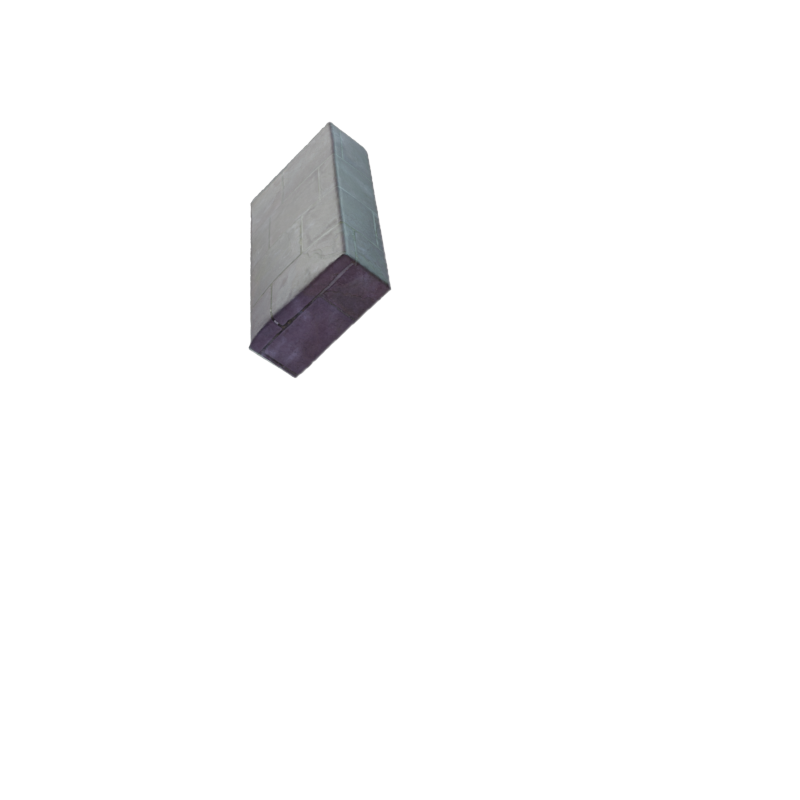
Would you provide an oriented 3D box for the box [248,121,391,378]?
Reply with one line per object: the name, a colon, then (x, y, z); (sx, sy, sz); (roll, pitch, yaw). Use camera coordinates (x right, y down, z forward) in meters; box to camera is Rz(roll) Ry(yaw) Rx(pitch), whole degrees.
box: (-0.058, -0.106, 0.742); (0.045, 0.189, 0.092); (36, -63, -27)
